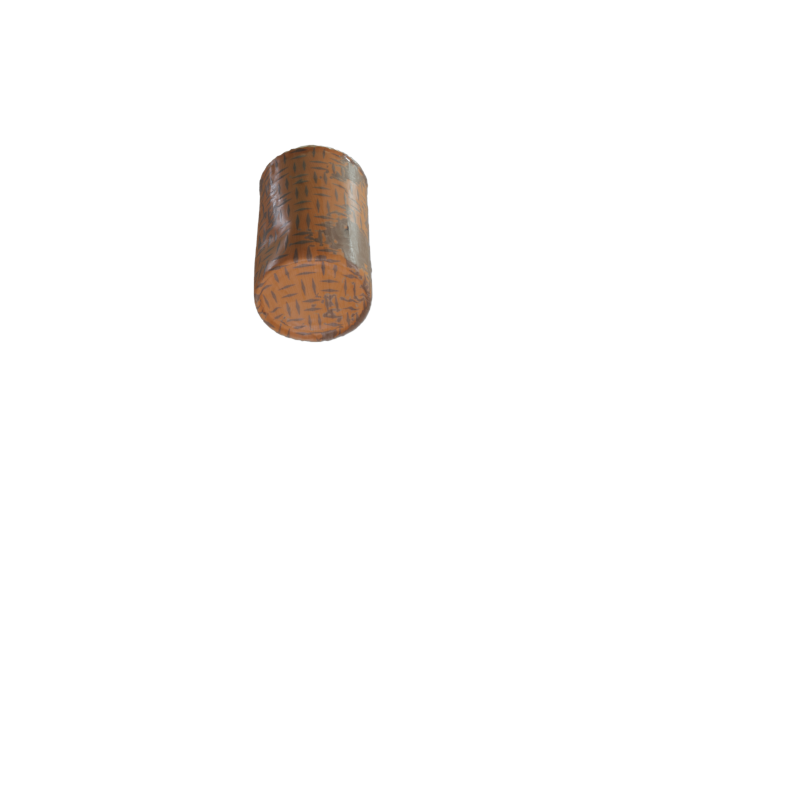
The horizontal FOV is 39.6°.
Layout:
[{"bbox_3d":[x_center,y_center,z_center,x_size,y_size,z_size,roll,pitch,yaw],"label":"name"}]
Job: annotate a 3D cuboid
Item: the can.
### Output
[{"bbox_3d":[-0.051,-0.093,0.651,0.068,0.064,0.110,-1,45,-3],"label":"can"}]
